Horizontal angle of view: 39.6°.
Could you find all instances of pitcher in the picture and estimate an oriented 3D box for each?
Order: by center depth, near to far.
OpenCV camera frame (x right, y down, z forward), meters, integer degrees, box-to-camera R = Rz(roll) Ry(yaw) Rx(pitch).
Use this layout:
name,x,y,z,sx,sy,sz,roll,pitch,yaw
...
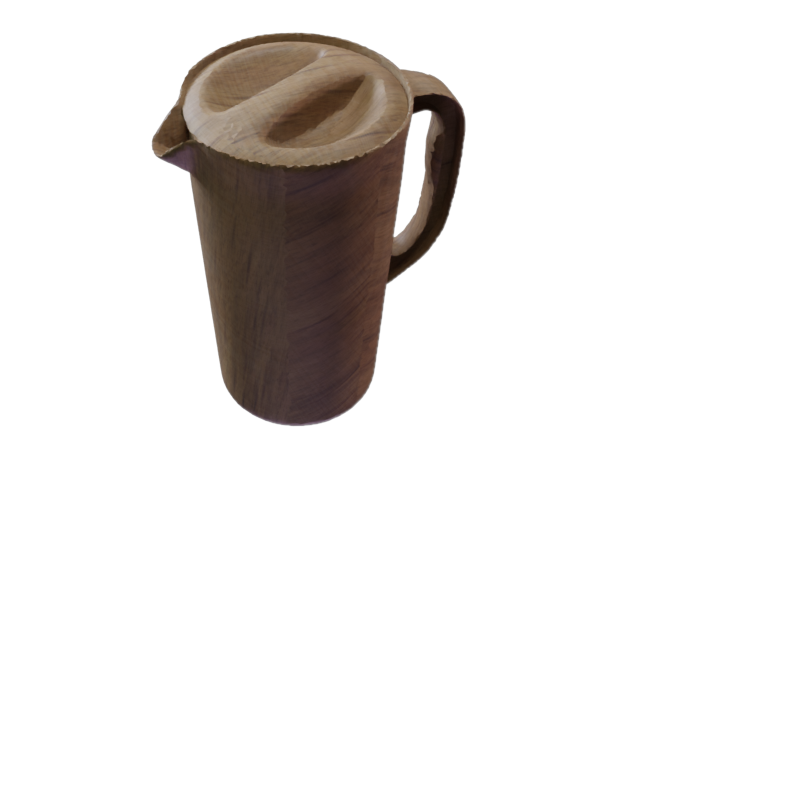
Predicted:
name,x,y,z,sx,sy,sz,roll,pitch,yaw
pitcher,-0.055,-0.100,0.702,0.154,0.226,0.151,18,48,14
